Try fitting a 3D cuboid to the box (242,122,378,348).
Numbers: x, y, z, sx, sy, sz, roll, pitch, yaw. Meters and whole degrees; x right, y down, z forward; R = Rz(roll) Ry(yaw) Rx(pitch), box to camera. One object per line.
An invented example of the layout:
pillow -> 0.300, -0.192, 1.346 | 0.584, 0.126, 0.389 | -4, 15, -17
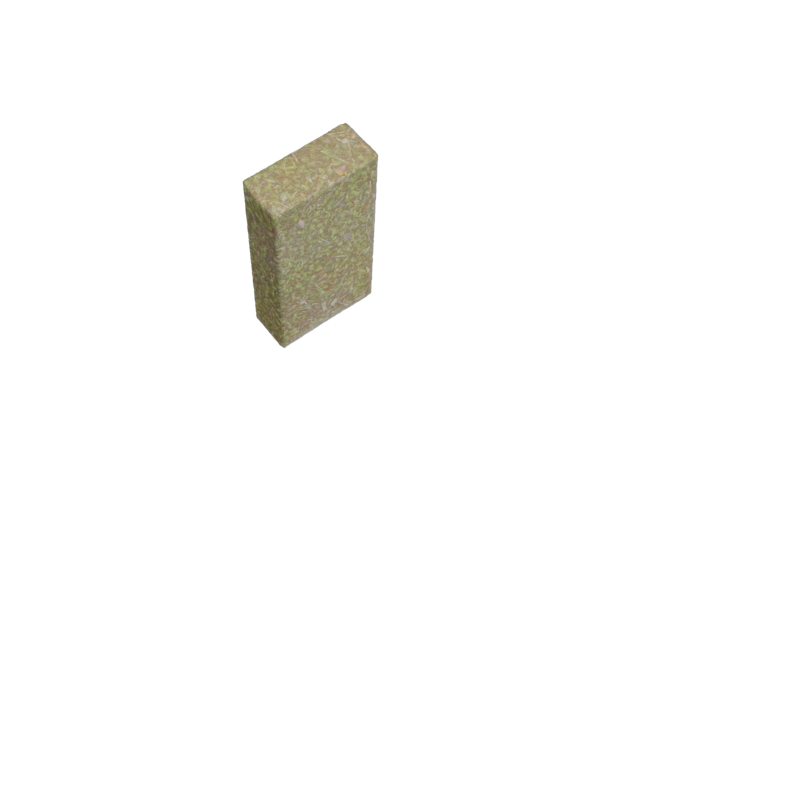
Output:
box -> -0.065, -0.119, 0.833 | 0.094, 0.051, 0.166 | -34, -20, -19
